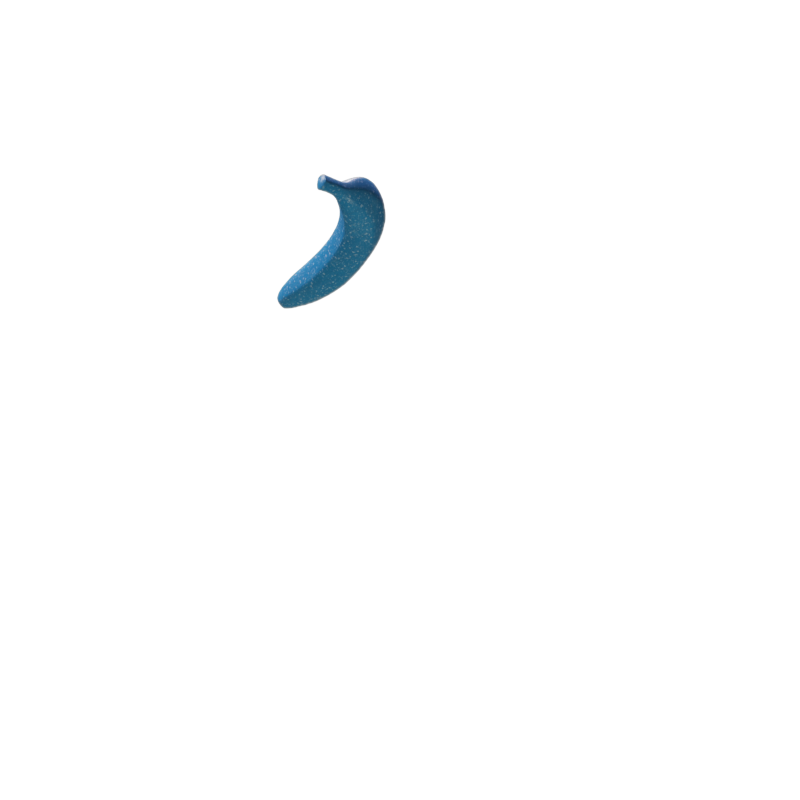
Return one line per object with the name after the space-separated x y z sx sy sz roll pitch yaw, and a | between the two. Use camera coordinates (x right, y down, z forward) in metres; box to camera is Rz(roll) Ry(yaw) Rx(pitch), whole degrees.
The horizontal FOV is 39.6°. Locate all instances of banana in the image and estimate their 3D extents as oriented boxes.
-0.054 -0.133 0.927 0.068 0.039 0.189 7 -29 -13 | banana
